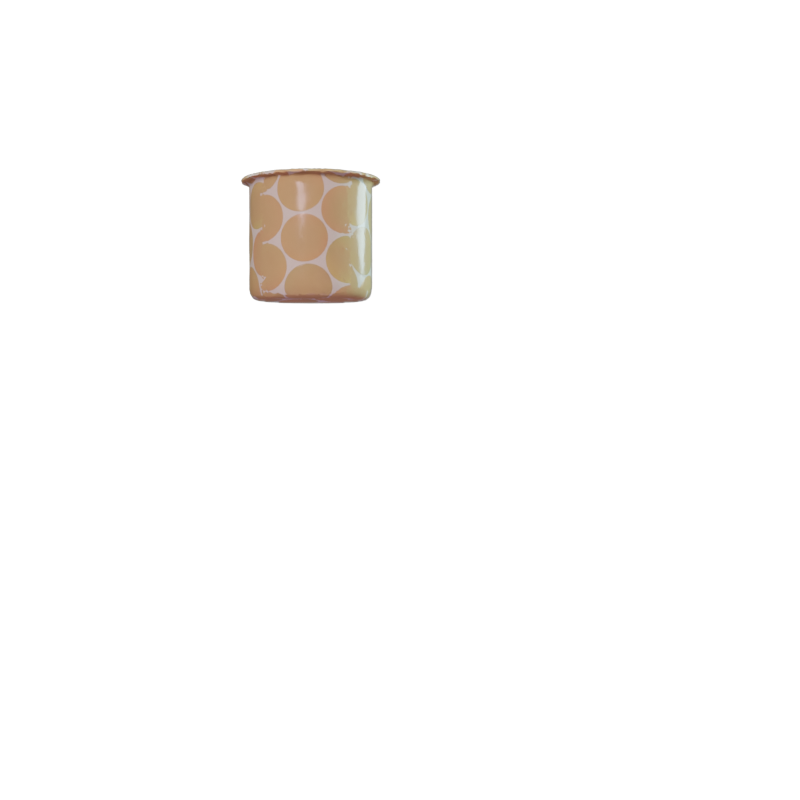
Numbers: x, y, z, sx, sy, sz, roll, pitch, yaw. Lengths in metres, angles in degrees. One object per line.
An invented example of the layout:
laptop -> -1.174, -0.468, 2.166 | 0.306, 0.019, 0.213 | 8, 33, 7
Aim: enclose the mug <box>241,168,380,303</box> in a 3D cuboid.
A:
mug -> -0.059, -0.107, 0.751 | 0.094, 0.082, 0.115 | 0, -1, 6
